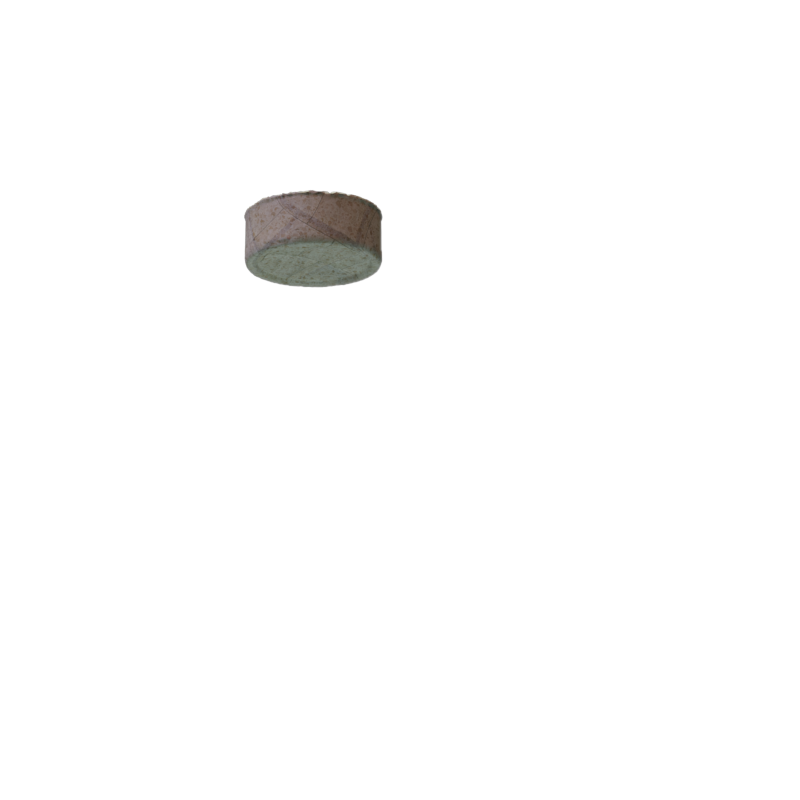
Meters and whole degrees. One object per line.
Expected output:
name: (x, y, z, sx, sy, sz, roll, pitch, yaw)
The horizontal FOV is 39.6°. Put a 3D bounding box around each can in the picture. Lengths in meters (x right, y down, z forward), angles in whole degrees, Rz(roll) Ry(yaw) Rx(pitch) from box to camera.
can: (-0.053, -0.098, 0.683, 0.086, 0.035, 0.083, 0, -14, -2)
